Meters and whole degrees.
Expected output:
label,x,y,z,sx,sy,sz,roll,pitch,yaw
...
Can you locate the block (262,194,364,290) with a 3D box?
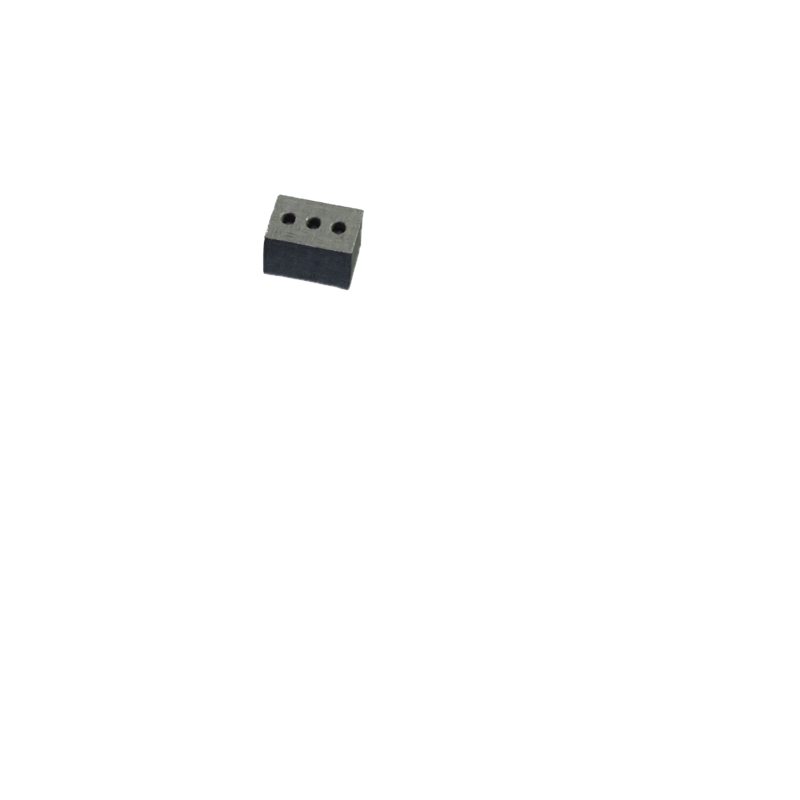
label,x,y,z,sx,sy,sz,roll,pitch,yaw
block,-0.074,-0.136,0.952,0.079,0.056,0.048,11,-35,6
